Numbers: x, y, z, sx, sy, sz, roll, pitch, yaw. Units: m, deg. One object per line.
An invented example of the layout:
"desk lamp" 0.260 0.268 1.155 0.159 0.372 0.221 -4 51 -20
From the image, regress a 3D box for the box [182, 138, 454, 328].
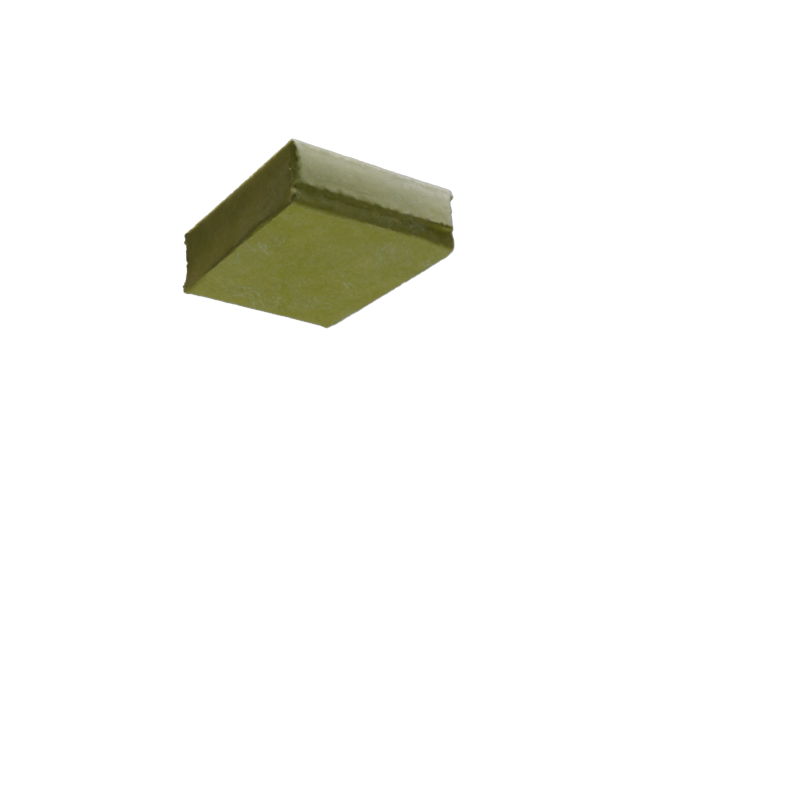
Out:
"box" -0.042 -0.077 0.539 0.085 0.041 0.113 15 -27 -31
